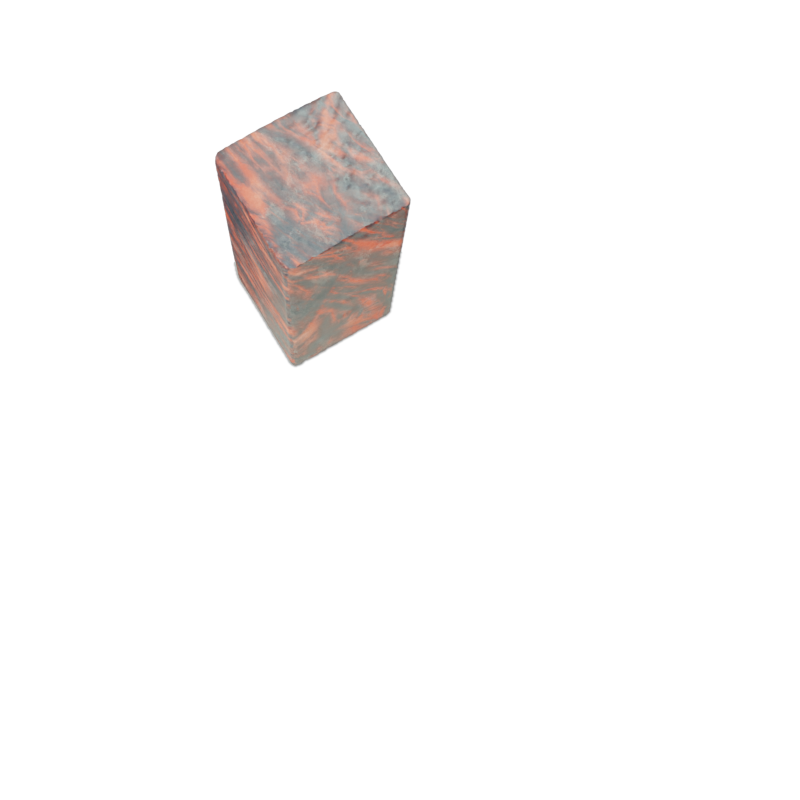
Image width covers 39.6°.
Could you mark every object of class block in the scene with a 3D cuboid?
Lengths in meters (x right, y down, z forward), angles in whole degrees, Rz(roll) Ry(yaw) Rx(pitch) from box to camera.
[{"bbox_3d":[-0.060,-0.108,0.754,0.090,0.094,0.198,-30,-12,-11],"label":"block"}]
